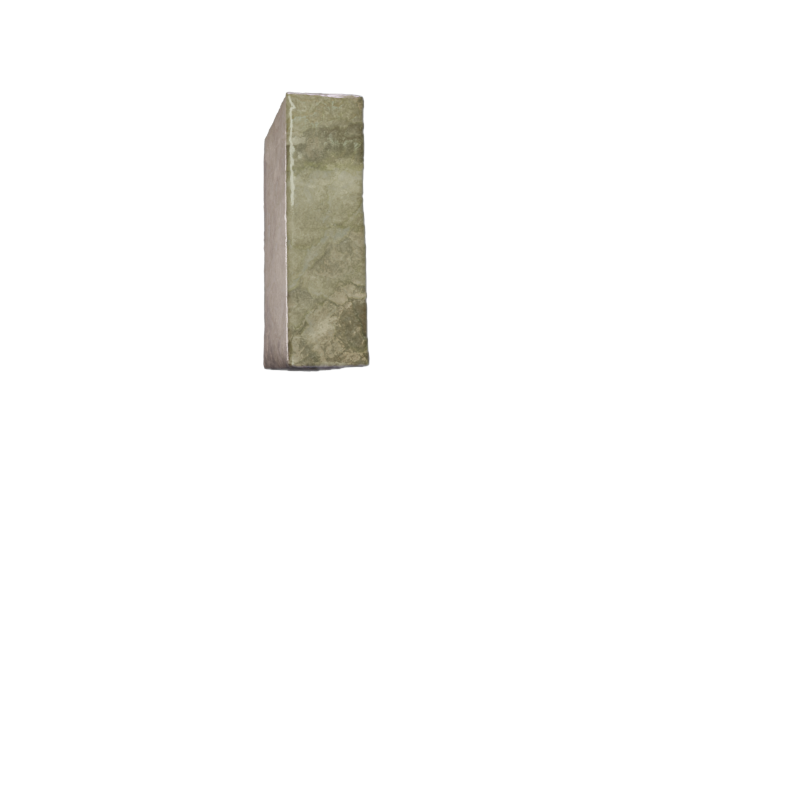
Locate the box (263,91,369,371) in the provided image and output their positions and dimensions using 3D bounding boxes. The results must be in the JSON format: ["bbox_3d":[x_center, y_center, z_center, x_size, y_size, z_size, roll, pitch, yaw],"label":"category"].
[{"bbox_3d":[-0.072,-0.132,0.925,0.071,0.217,0.164,1,-5,-13],"label":"box"}]
